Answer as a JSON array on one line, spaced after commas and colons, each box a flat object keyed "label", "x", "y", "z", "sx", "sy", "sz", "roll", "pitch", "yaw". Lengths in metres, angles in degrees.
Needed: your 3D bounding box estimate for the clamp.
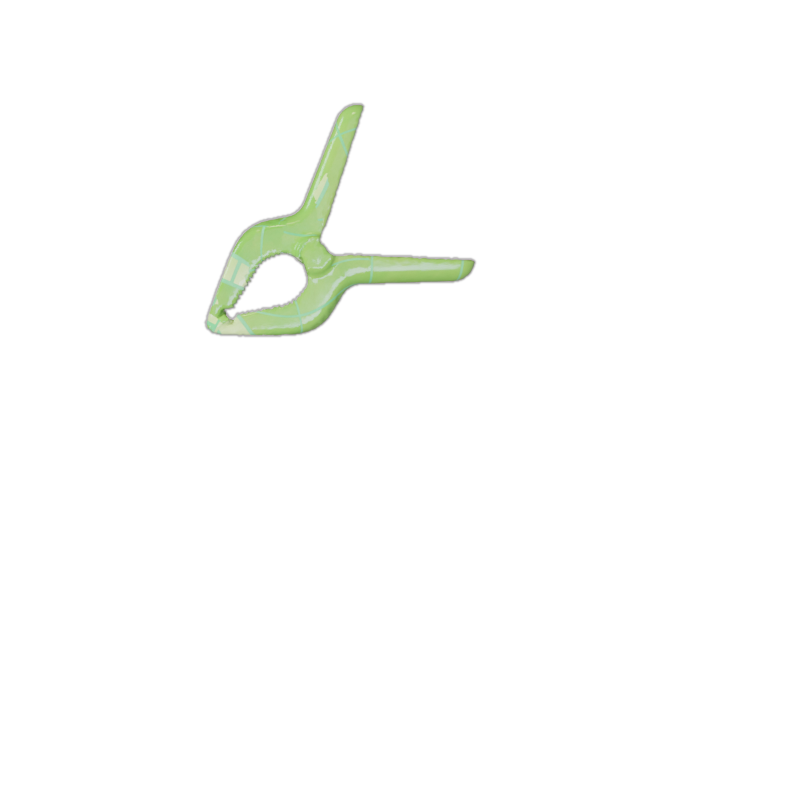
[{"label": "clamp", "x": -0.069, "y": -0.125, "z": 0.878, "sx": 0.210, "sy": 0.167, "sz": 0.036, "roll": -28, "pitch": -5, "yaw": -3}]
